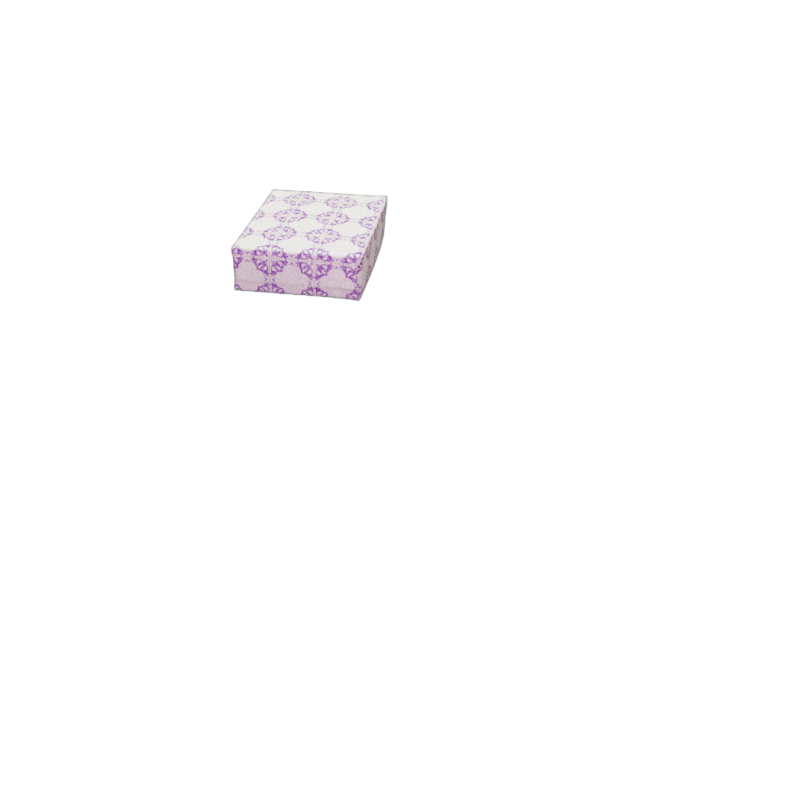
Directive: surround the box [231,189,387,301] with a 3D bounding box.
[{"bbox_3d":[-0.062,-0.113,0.789,0.091,0.037,0.118,5,29,9],"label":"box"}]
